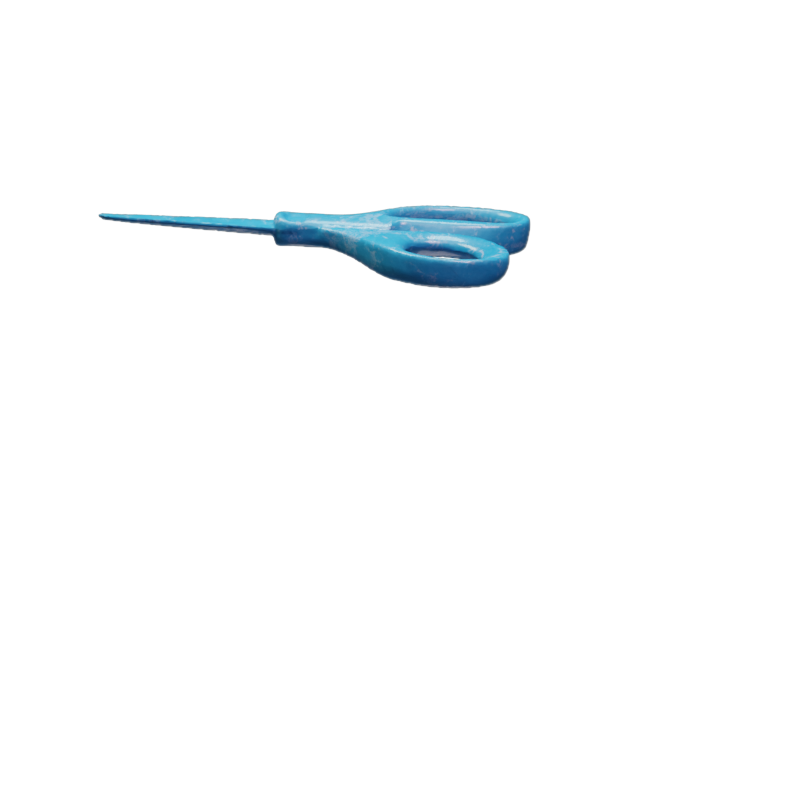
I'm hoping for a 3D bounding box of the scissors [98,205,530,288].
[{"bbox_3d":[-0.039,-0.071,0.496,0.201,0.015,0.101,-2,24,-4],"label":"scissors"}]
